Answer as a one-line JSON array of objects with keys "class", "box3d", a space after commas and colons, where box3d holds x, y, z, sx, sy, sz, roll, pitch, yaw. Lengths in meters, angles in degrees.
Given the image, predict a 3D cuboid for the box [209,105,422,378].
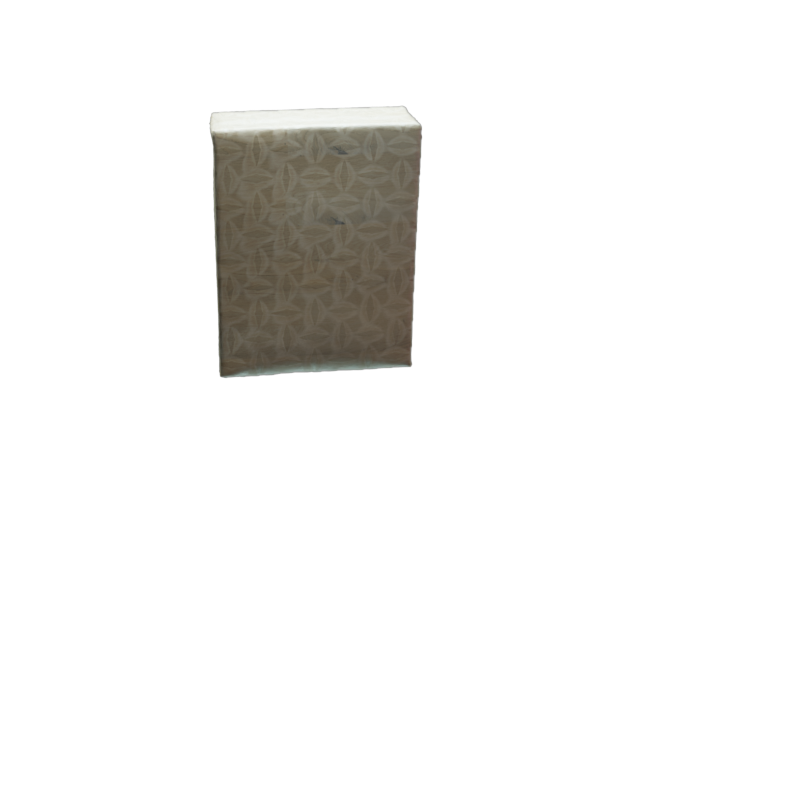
[{"class": "box", "box3d": [-0.071, -0.130, 0.912, 0.162, 0.203, 0.076, -3, 23, -8]}]
